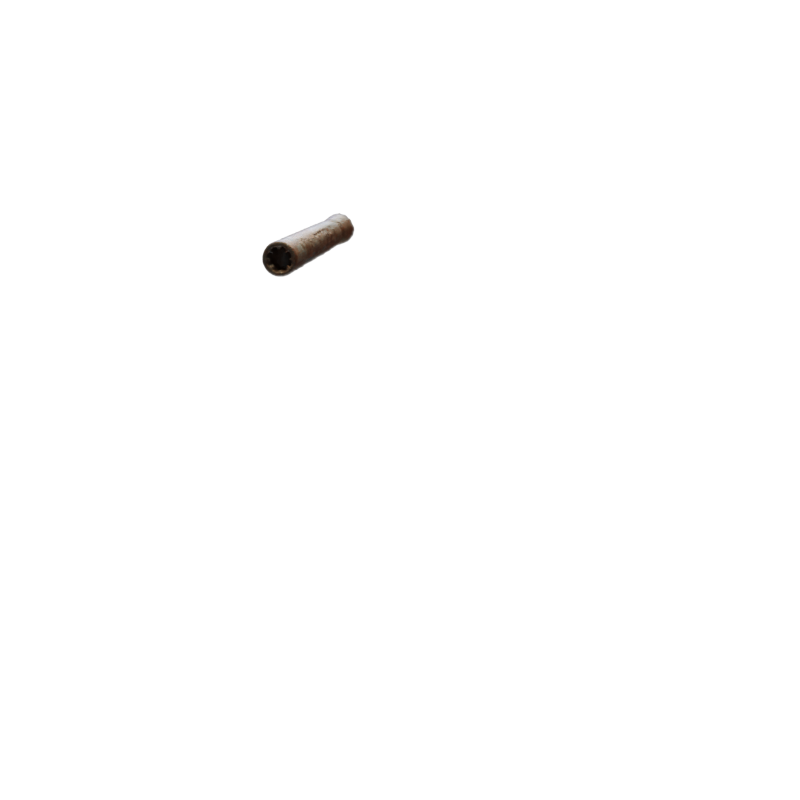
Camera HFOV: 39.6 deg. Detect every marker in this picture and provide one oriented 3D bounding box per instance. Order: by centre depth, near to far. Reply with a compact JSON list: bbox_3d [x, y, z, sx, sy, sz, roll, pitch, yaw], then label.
[{"bbox_3d":[-0.049,-0.090,0.630,0.020,0.019,0.122,1,16,13],"label":"marker"}]
